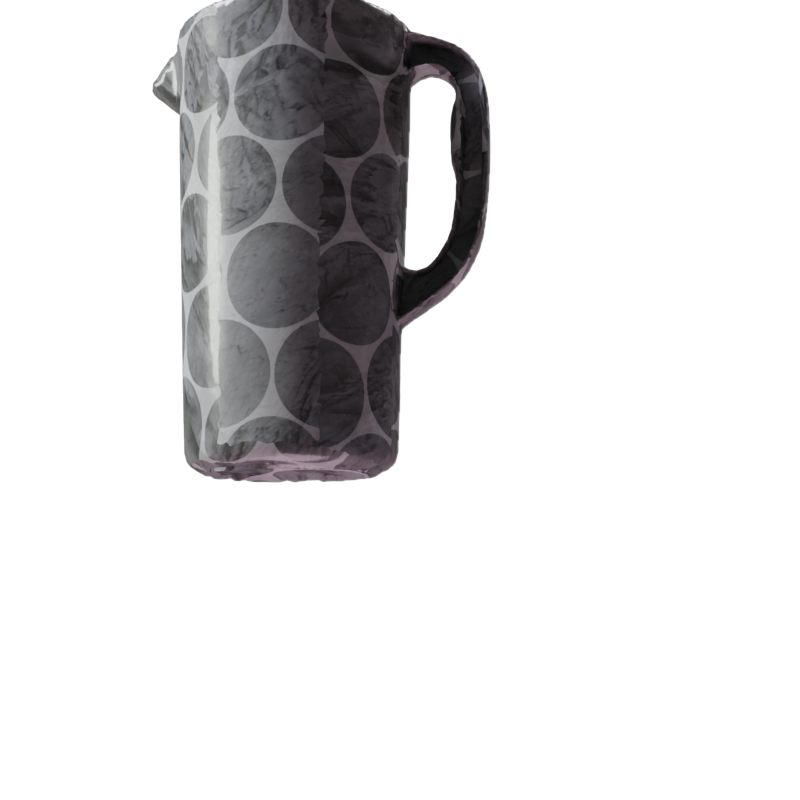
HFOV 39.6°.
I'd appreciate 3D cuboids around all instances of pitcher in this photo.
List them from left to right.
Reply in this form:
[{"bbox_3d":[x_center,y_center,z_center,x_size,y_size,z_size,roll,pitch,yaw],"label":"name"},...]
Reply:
[{"bbox_3d":[-0.046,-0.084,0.586,0.138,0.252,0.151,9,-17,-34],"label":"pitcher"}]
